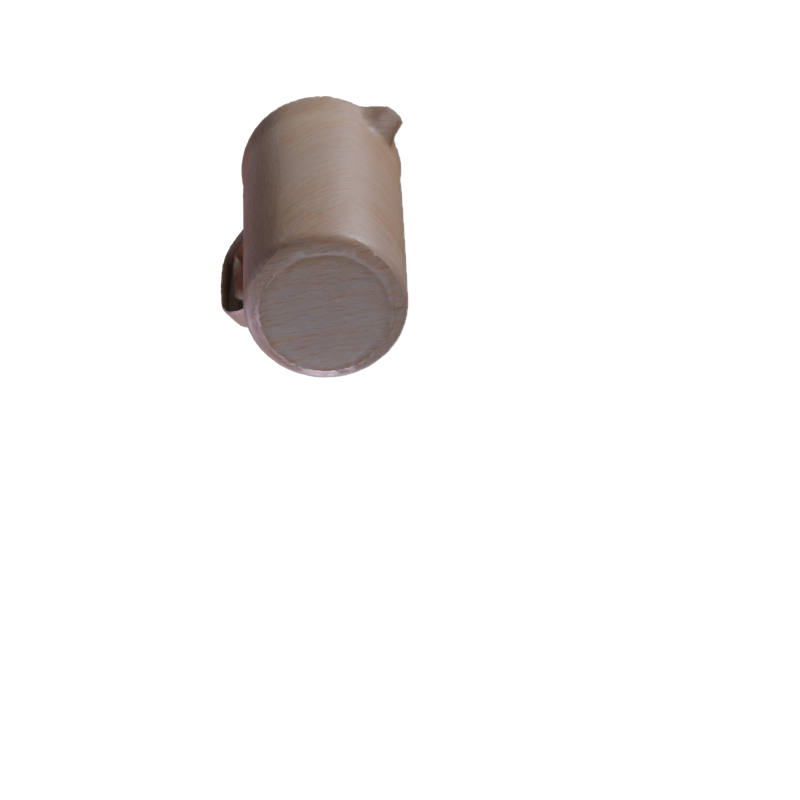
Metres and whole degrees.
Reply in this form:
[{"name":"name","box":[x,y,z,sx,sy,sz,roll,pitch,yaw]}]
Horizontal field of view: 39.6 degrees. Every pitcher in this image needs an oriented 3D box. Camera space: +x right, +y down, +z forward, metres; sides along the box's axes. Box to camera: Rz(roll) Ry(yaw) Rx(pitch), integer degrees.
[{"name":"pitcher","box":[-0.064,-0.117,0.822,0.144,0.141,0.258,1,31,-4]}]
